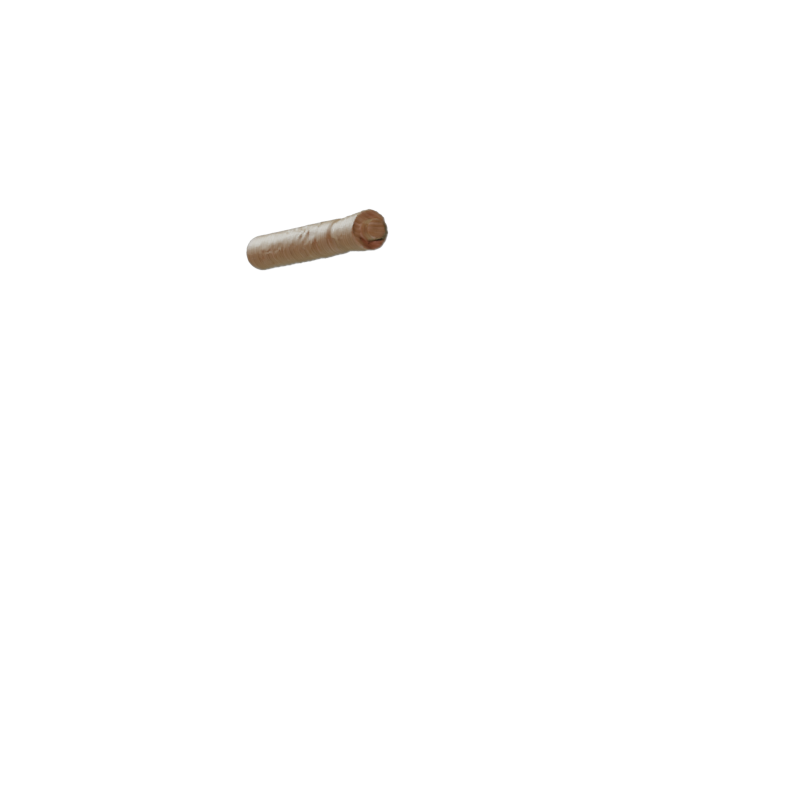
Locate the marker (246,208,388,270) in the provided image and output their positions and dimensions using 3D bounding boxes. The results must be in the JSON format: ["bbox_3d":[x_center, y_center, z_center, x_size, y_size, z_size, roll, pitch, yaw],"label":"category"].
[{"bbox_3d":[-0.043,-0.078,0.545,0.019,0.020,0.124,-2,2,-31],"label":"marker"}]
